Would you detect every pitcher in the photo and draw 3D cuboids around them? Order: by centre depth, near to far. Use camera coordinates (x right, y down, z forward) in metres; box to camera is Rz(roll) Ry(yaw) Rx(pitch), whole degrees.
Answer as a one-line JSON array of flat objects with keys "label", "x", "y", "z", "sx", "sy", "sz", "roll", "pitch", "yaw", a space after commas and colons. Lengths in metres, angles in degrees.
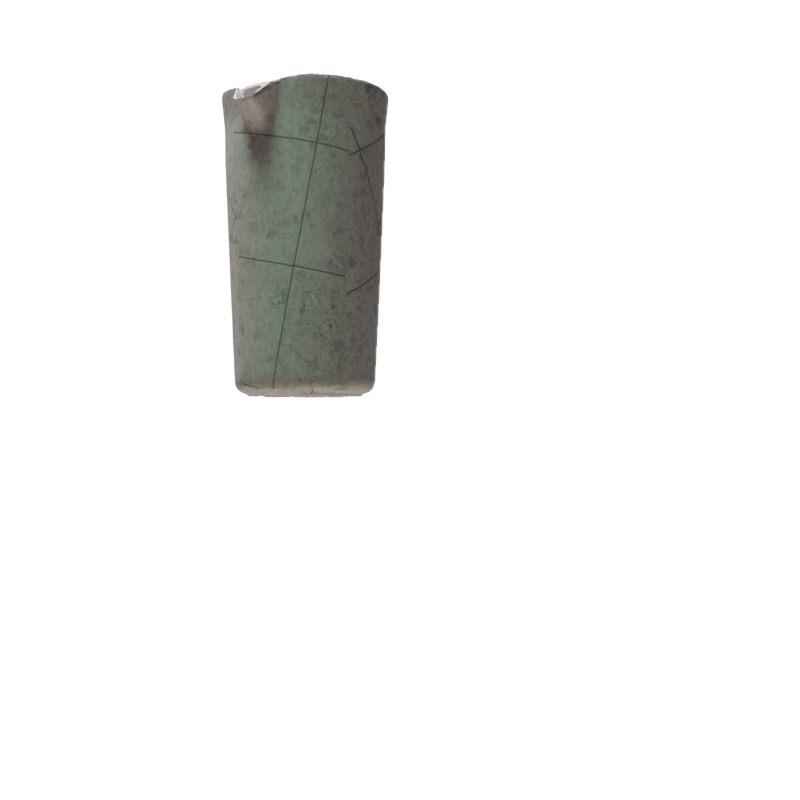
[{"label": "pitcher", "x": -0.069, "y": -0.125, "z": 0.878, "sx": 0.146, "sy": 0.248, "sz": 0.145, "roll": 1, "pitch": -7, "yaw": -15}]
